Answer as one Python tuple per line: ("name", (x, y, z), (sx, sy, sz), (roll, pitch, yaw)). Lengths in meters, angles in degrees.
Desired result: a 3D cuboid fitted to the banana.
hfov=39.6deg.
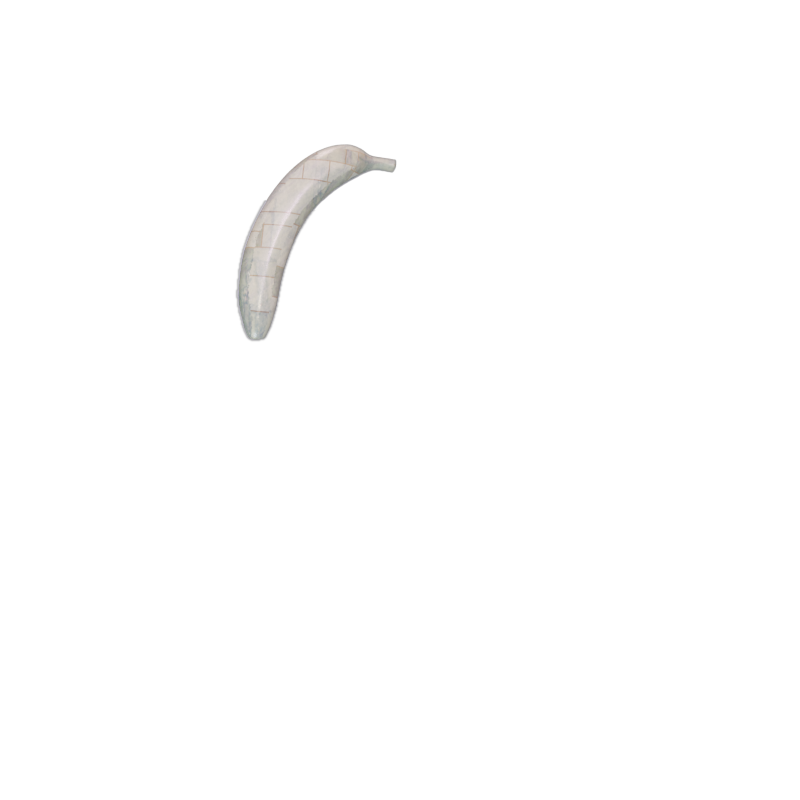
("banana", (-0.084, -0.144, 0.914), (0.071, 0.201, 0.035), (34, -13, 8))
